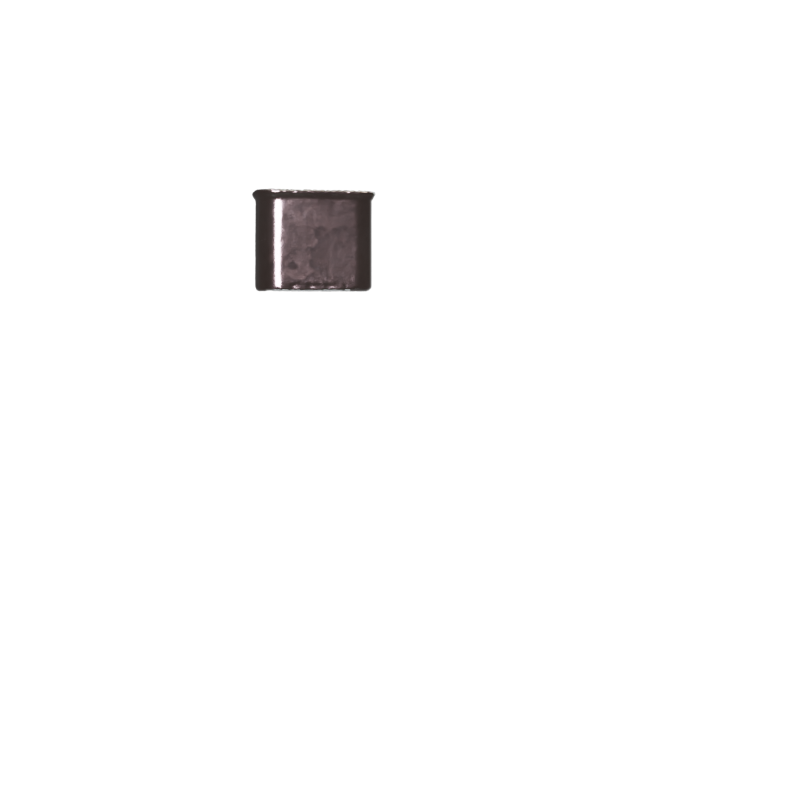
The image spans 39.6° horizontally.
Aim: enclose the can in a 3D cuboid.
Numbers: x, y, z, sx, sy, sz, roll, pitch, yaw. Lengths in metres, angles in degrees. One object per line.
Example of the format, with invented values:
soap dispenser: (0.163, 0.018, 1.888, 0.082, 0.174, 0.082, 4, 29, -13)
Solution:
can: (-0.073, -0.133, 0.934, 0.100, 0.084, 0.058, 0, 0, -11)
